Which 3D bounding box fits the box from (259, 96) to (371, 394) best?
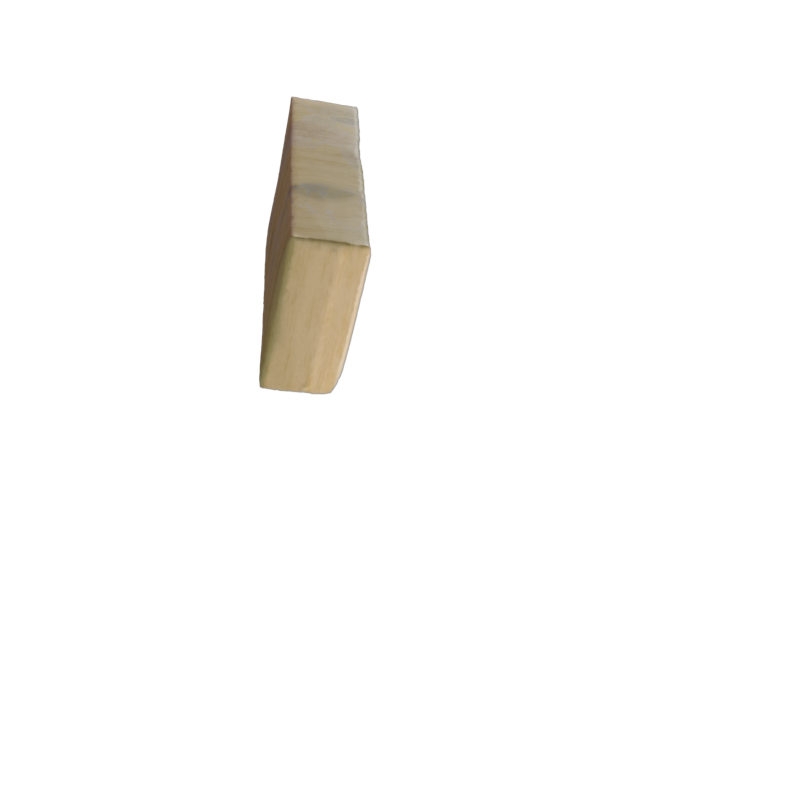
[{"bbox_3d":[-0.075,-0.137,0.961,0.071,0.155,0.229,7,41,-11],"label":"box"}]
